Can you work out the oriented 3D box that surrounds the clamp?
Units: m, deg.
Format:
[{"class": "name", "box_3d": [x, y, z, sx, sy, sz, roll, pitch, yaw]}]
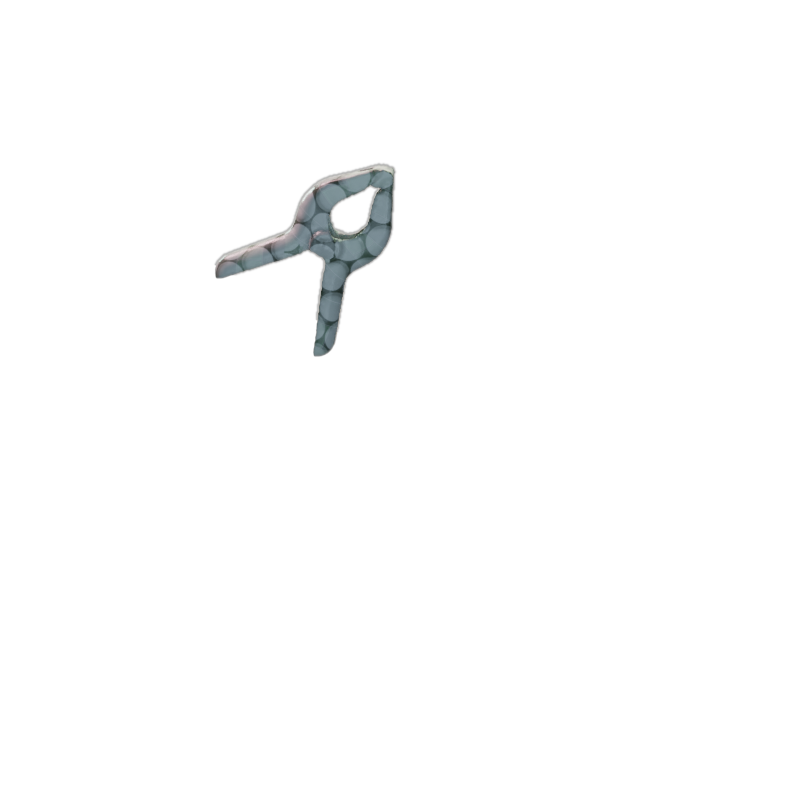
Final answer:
[{"class": "clamp", "box_3d": [-0.072, -0.131, 0.919, 0.118, 0.168, 0.041, 30, 13, -9]}]
